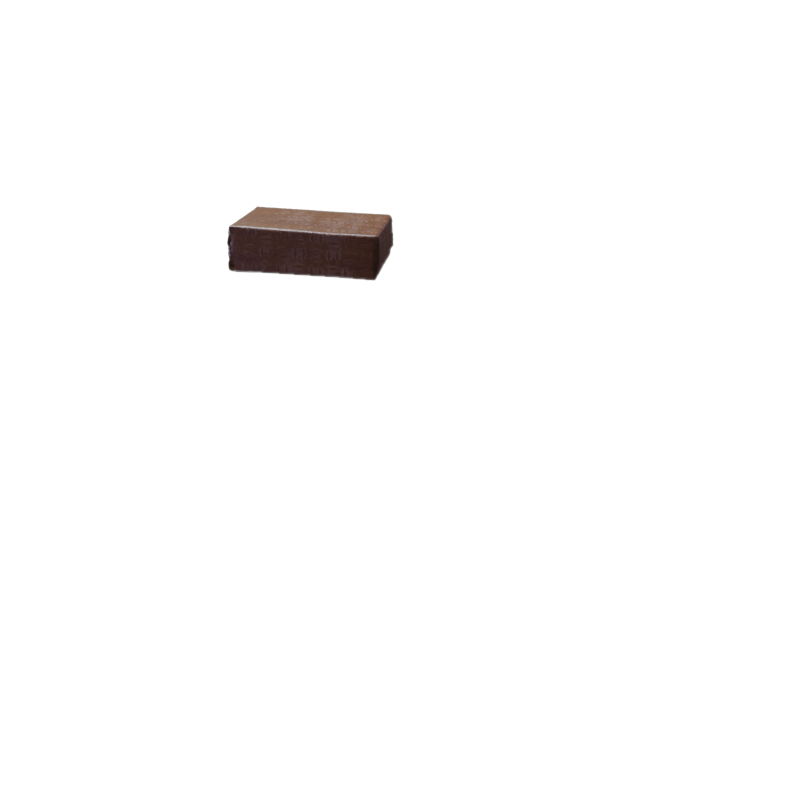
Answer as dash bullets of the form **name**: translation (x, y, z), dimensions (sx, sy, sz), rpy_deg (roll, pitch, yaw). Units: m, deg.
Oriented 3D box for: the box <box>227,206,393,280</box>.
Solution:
- **box**: translation (-0.066, -0.120, 0.841), dimensions (0.115, 0.038, 0.092), rpy_deg (3, 17, 8)
